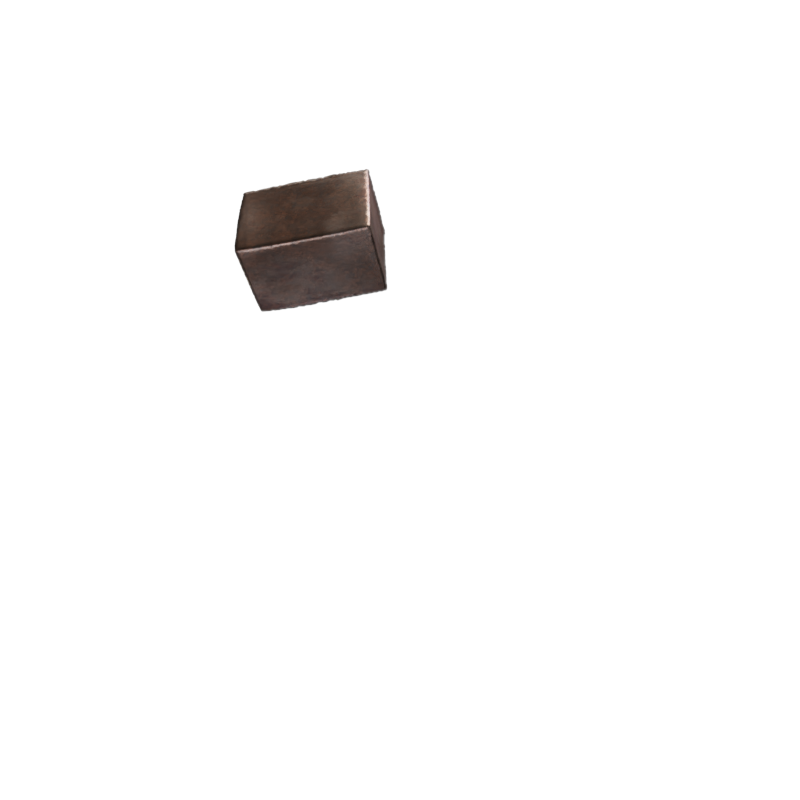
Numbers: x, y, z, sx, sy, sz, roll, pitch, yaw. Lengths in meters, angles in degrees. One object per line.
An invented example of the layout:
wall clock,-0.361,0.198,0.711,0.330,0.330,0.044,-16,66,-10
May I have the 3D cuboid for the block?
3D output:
block,-0.050,-0.091,0.640,0.078,0.055,0.049,-9,-45,8
